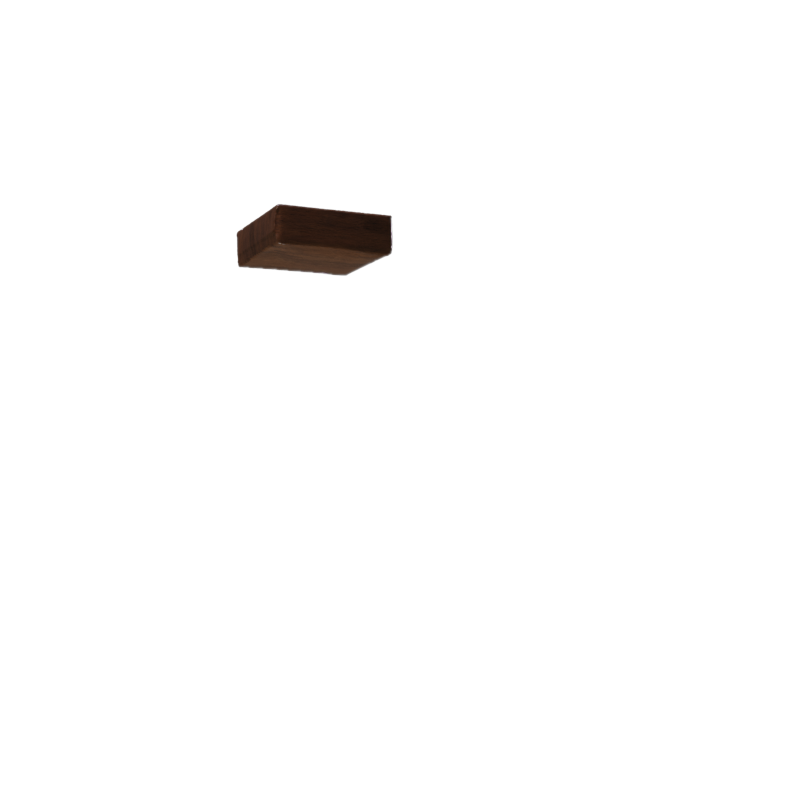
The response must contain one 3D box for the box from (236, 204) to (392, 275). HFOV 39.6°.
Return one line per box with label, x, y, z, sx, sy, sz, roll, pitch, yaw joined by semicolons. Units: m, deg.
box;-0.076;-0.139;0.971;0.109;0.040;0.091;4;-9;-27
